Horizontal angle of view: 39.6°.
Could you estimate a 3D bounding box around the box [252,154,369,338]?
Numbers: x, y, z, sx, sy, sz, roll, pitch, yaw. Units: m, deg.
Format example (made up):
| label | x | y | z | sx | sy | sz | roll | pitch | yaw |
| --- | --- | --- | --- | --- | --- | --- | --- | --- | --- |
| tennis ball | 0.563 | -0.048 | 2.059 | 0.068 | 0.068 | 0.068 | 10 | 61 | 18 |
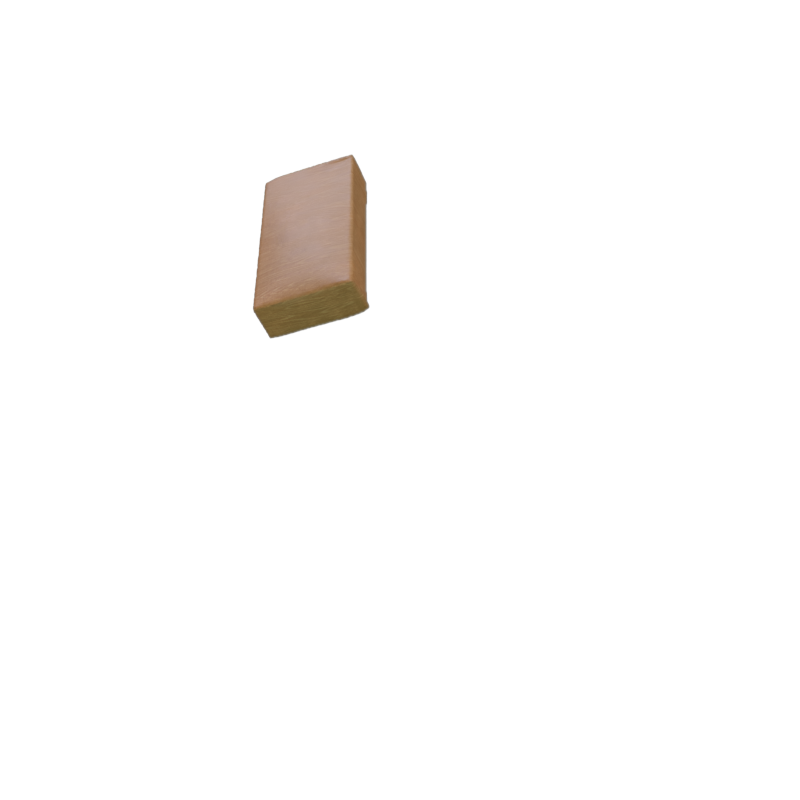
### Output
| label | x | y | z | sx | sy | sz | roll | pitch | yaw |
| --- | --- | --- | --- | --- | --- | --- | --- | --- | --- |
| box | -0.078 | -0.141 | 0.988 | 0.094 | 0.189 | 0.044 | -16 | -44 | 13 |
